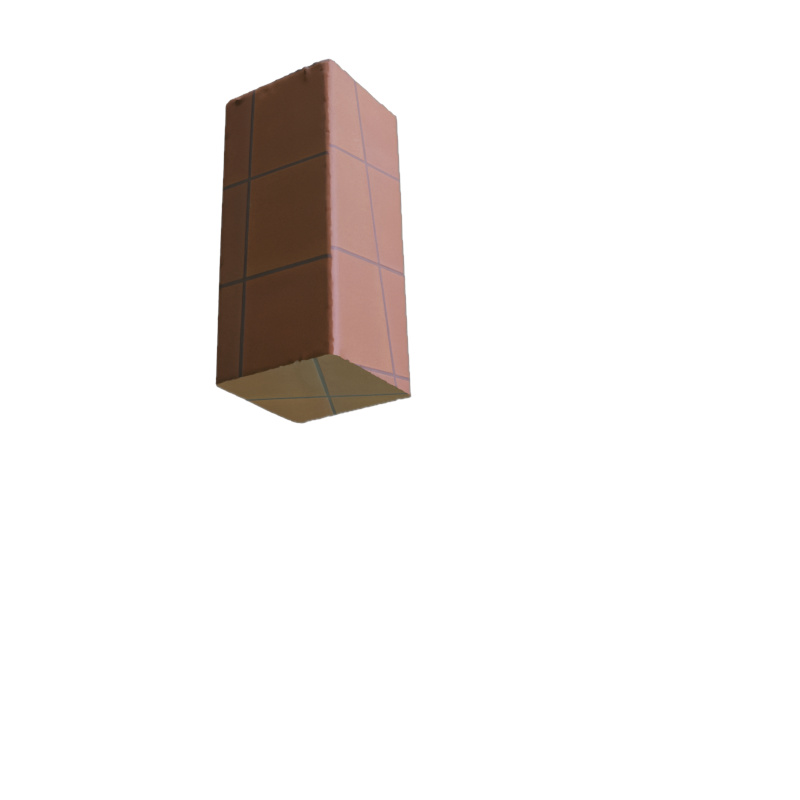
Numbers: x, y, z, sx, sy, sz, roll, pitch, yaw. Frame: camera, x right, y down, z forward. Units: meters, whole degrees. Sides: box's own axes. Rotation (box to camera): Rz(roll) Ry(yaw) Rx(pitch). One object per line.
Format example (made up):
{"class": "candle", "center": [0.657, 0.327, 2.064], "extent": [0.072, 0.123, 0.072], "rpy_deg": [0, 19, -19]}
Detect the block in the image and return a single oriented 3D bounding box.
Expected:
{"class": "block", "center": [-0.057, -0.103, 0.720], "extent": [0.092, 0.218, 0.084], "rpy_deg": [-17, -30, 29]}
